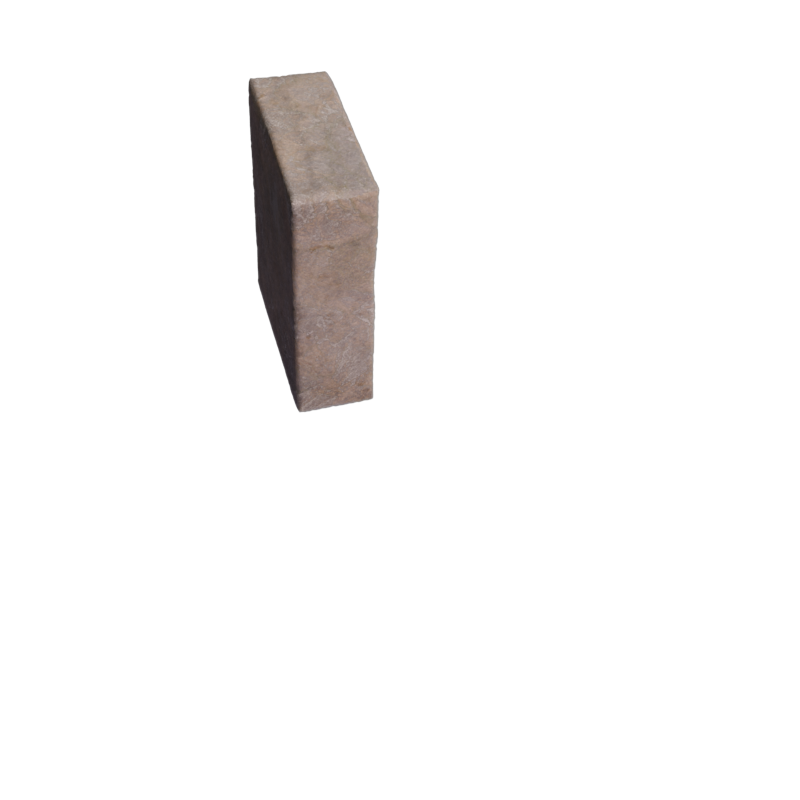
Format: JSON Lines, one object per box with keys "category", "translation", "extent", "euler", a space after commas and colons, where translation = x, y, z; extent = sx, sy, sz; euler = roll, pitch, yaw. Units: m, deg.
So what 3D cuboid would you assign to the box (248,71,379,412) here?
{"category": "box", "translation": [-0.068, -0.124, 0.869], "extent": [0.071, 0.199, 0.178], "euler": [-9, 45, -13]}
